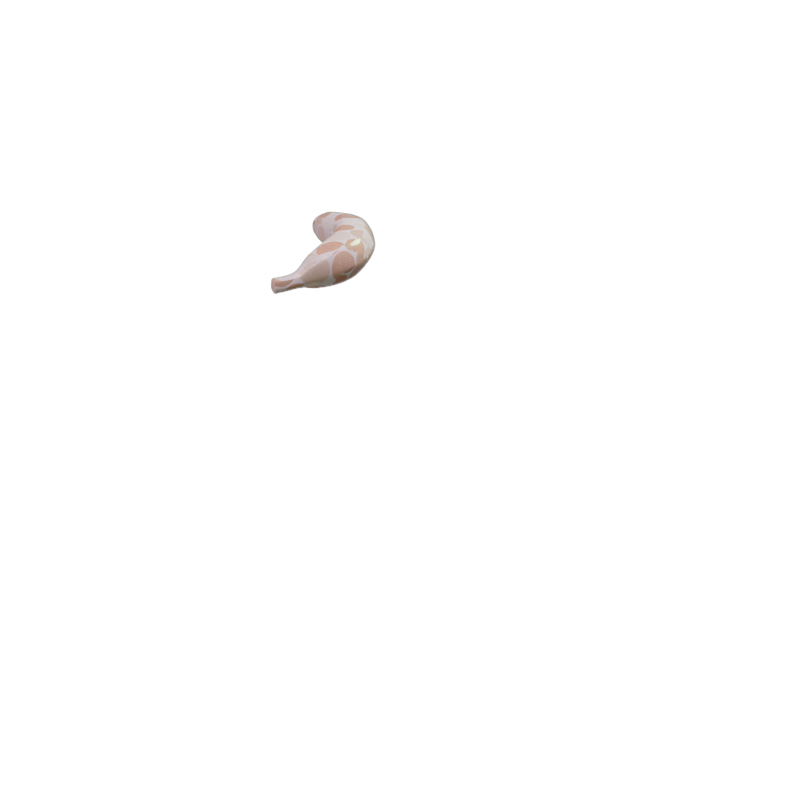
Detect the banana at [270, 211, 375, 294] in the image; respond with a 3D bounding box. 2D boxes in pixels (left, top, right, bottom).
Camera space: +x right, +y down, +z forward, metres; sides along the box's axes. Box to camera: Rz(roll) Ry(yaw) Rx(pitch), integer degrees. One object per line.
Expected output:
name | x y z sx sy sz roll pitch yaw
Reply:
banana | -0.054 -0.129 0.916 0.070 0.035 0.203 2 21 6
